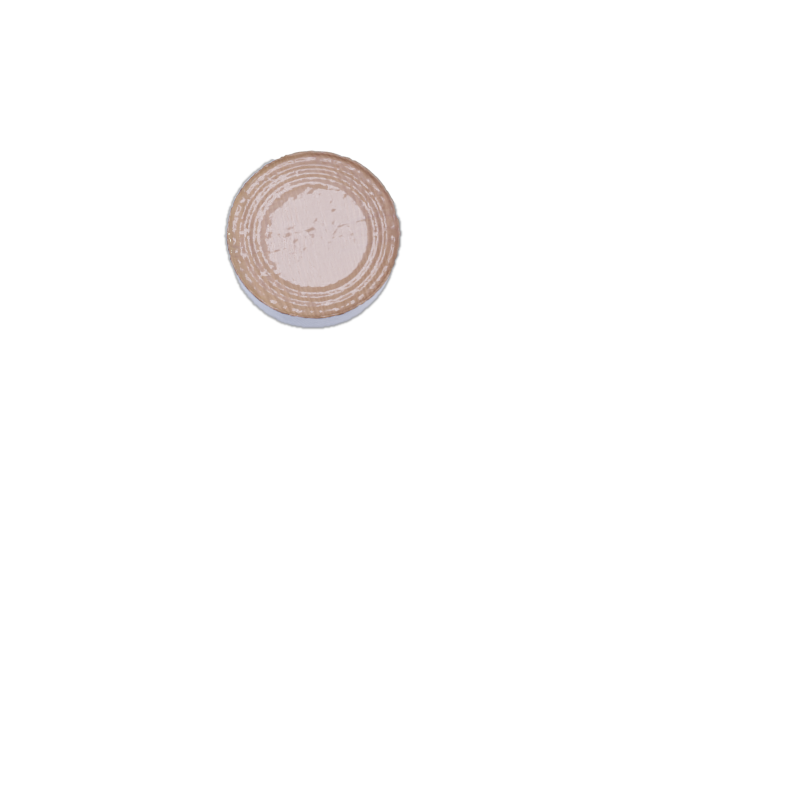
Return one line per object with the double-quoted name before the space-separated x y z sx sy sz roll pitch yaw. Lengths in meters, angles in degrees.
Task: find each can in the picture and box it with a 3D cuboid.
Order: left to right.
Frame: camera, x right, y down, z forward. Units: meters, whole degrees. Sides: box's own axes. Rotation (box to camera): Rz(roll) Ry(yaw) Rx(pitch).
"can" -0.044 -0.080 0.558 0.086 0.089 0.032 0 -14 -1
